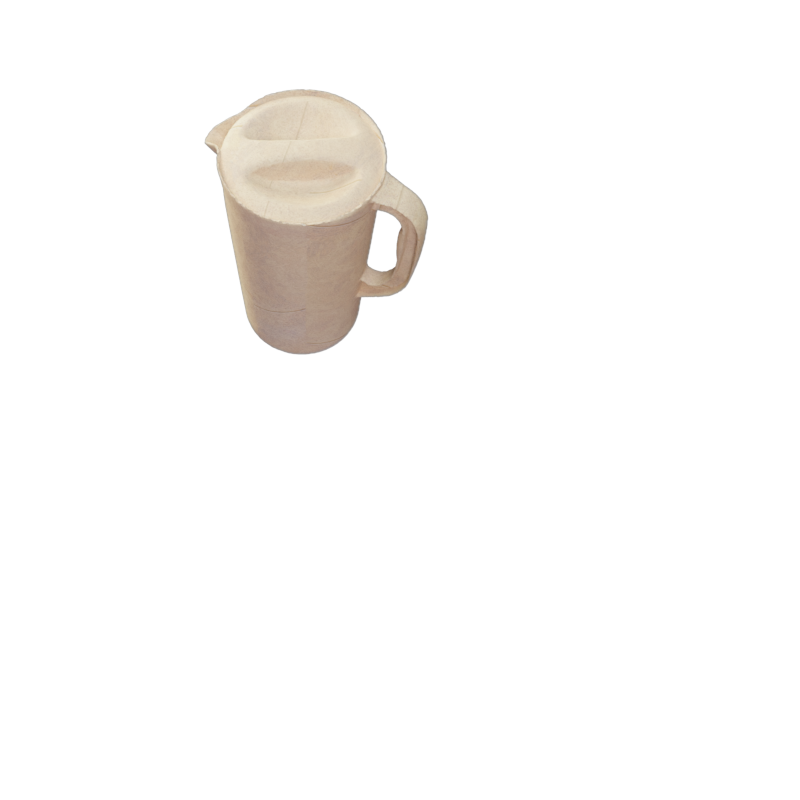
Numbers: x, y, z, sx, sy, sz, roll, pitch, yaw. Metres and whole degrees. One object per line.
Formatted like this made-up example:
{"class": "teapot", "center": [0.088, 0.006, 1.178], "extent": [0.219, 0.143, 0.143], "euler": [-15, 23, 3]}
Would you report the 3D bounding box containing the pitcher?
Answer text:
{"class": "pitcher", "center": [-0.074, -0.135, 0.948], "extent": [0.144, 0.160, 0.228], "euler": [-20, -26, -13]}
